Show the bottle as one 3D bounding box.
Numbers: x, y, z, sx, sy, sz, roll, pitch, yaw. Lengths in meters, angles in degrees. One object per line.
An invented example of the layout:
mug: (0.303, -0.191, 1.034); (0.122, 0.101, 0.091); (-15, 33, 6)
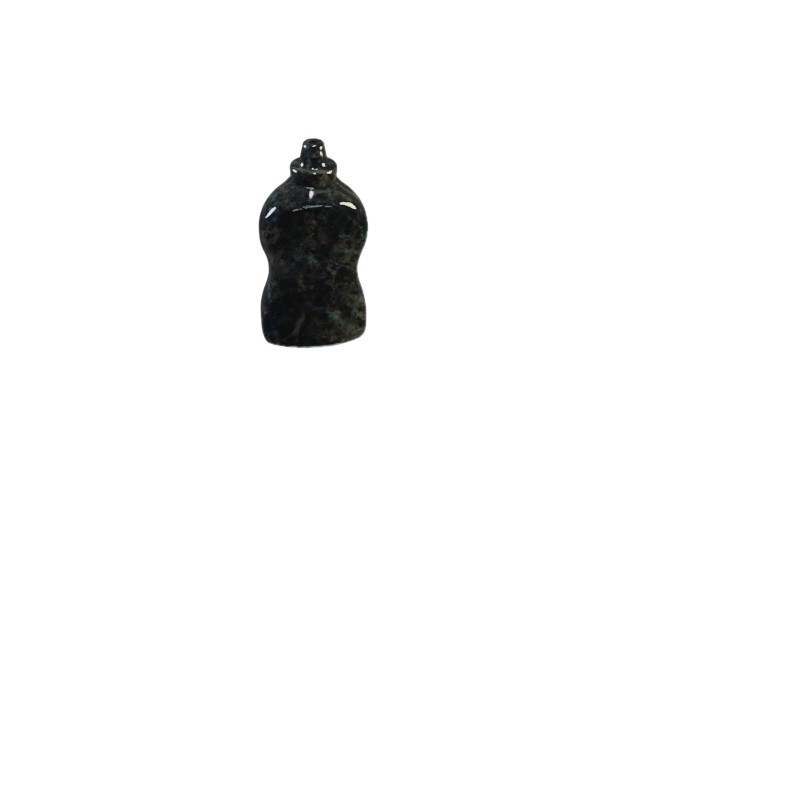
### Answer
bottle: (-0.077, -0.140, 0.982); (0.095, 0.181, 0.062); (-2, 30, -7)
